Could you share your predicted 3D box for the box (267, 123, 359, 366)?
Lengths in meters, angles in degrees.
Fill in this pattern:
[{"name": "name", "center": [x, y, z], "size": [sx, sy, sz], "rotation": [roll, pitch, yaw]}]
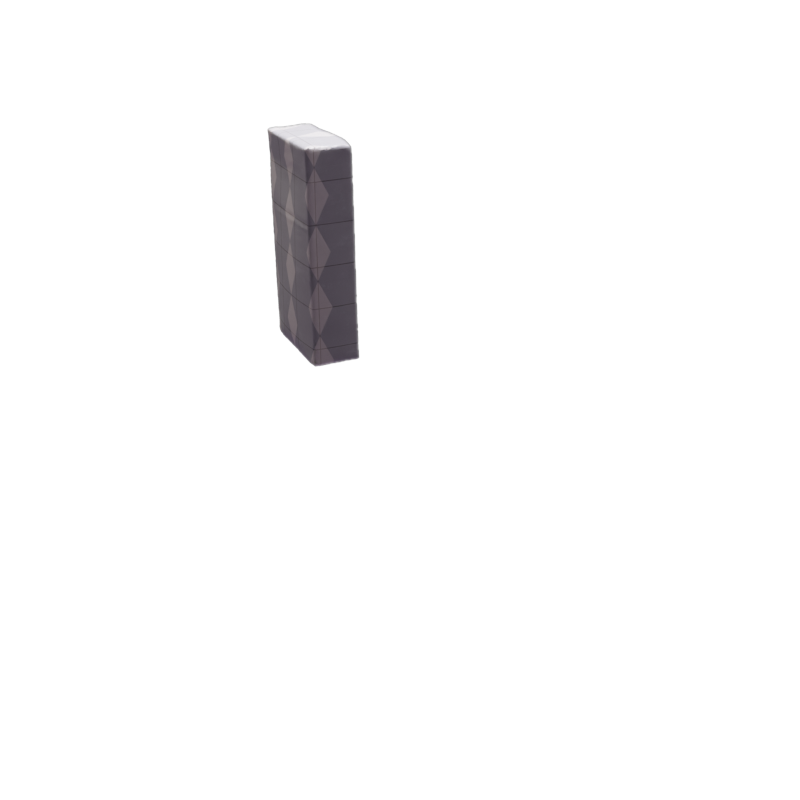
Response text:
[{"name": "box", "center": [-0.069, -0.127, 0.888], "size": [0.047, 0.169, 0.099], "rotation": [-6, 21, -22]}]
